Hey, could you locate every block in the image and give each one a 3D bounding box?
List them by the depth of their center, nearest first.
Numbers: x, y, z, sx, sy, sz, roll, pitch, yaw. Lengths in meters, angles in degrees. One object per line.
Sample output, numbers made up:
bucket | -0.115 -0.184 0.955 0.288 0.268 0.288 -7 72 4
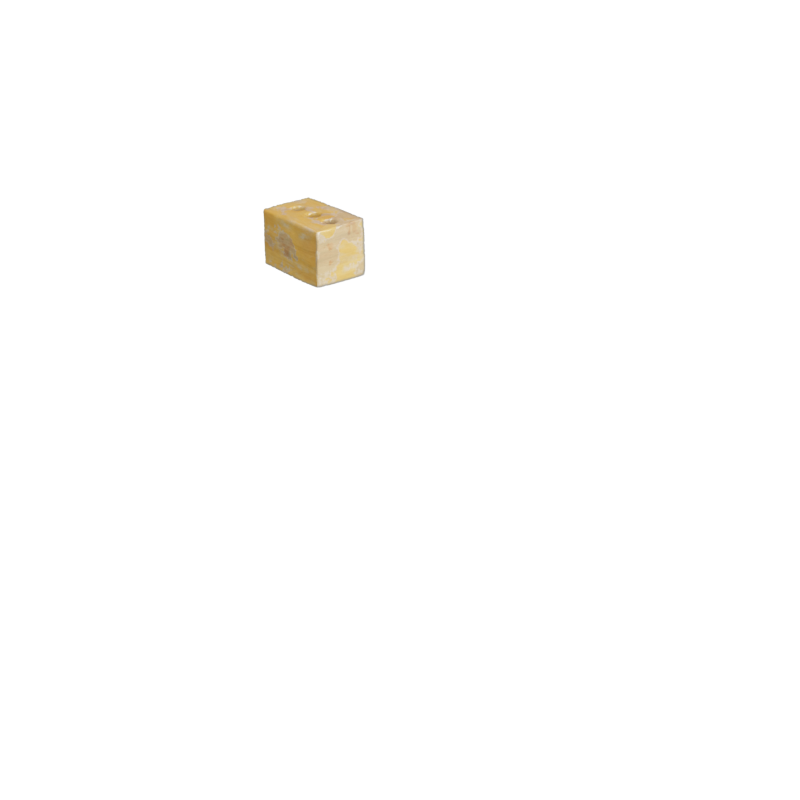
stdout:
block | -0.074 -0.136 0.950 0.052 0.049 0.083 -19 32 -37
